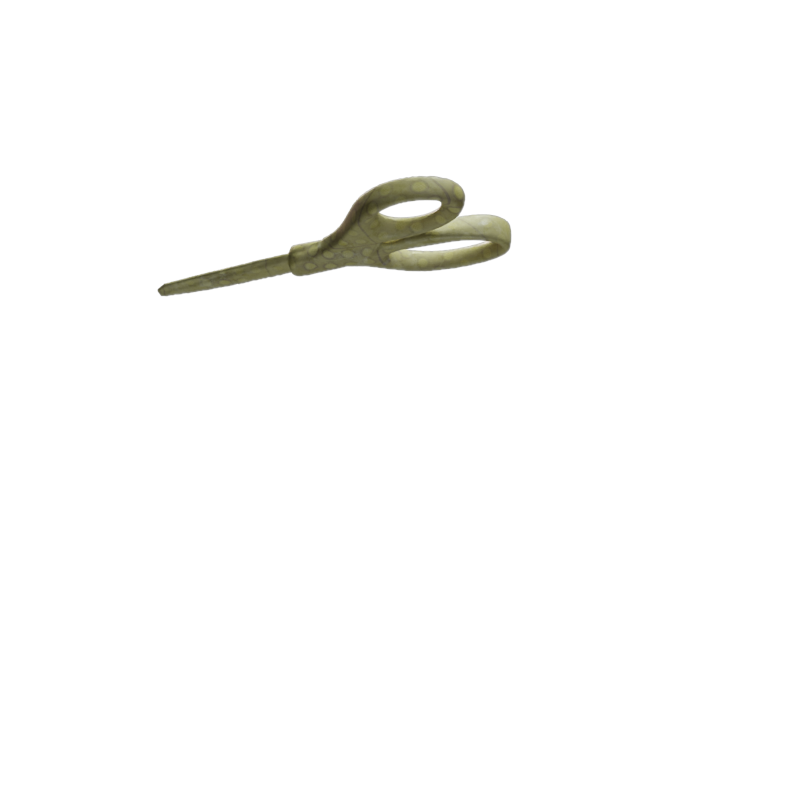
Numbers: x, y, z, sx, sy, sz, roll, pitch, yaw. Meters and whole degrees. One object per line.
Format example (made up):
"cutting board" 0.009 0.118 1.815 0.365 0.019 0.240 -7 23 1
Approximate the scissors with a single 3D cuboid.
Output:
"scissors" -0.045 -0.082 0.576 0.204 0.017 0.090 -4 -20 10
